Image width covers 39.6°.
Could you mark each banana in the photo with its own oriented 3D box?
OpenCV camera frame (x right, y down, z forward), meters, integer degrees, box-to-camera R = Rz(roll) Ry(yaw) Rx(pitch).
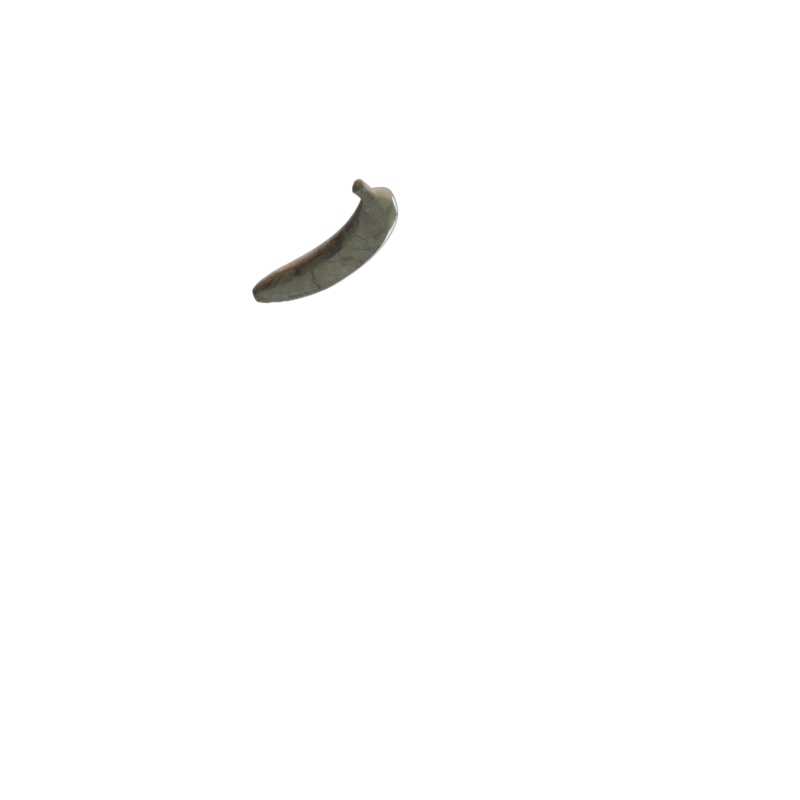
[{"bbox_3d":[-0.055,-0.131,0.940,0.066,0.039,0.194,16,-33,-27],"label":"banana"}]
